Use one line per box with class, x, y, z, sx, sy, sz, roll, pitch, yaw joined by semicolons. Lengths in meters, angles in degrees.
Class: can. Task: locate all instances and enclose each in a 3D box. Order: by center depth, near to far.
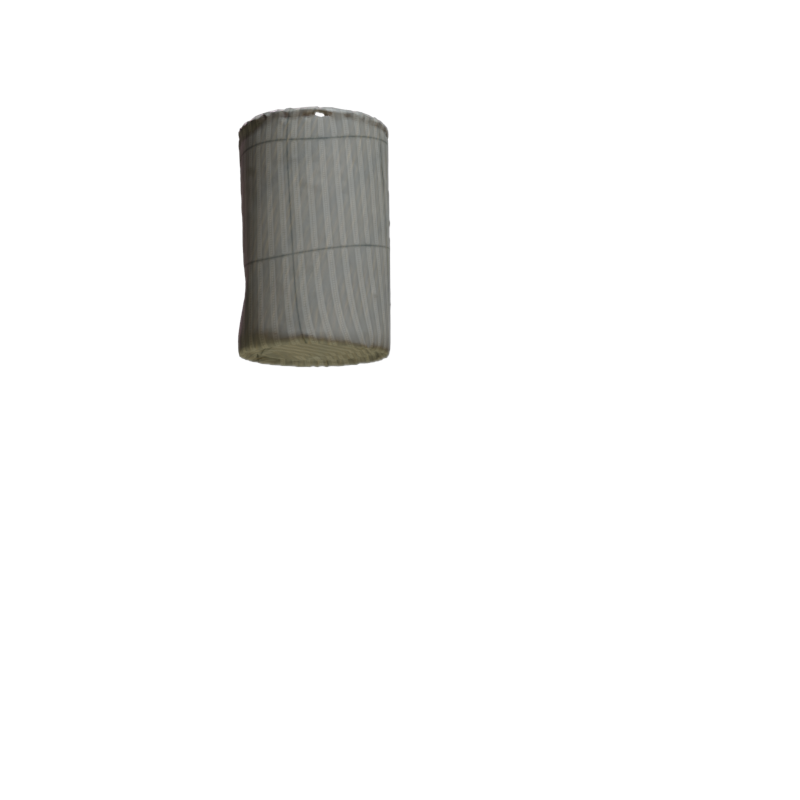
can;-0.038;-0.070;0.488;0.068;0.106;0.067;0;-12;-2
